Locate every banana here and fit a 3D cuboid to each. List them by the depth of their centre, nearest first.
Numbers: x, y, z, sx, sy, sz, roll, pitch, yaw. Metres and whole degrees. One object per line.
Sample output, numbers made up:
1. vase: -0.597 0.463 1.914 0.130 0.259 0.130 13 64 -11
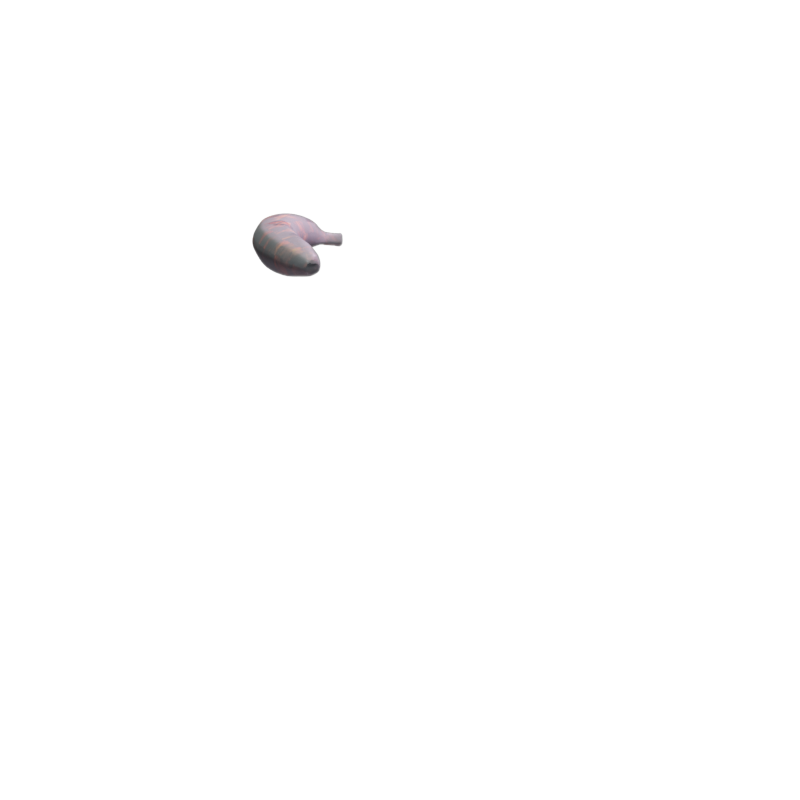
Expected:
1. banana: -0.091 -0.134 0.935 0.070 0.036 0.202 1 16 3
